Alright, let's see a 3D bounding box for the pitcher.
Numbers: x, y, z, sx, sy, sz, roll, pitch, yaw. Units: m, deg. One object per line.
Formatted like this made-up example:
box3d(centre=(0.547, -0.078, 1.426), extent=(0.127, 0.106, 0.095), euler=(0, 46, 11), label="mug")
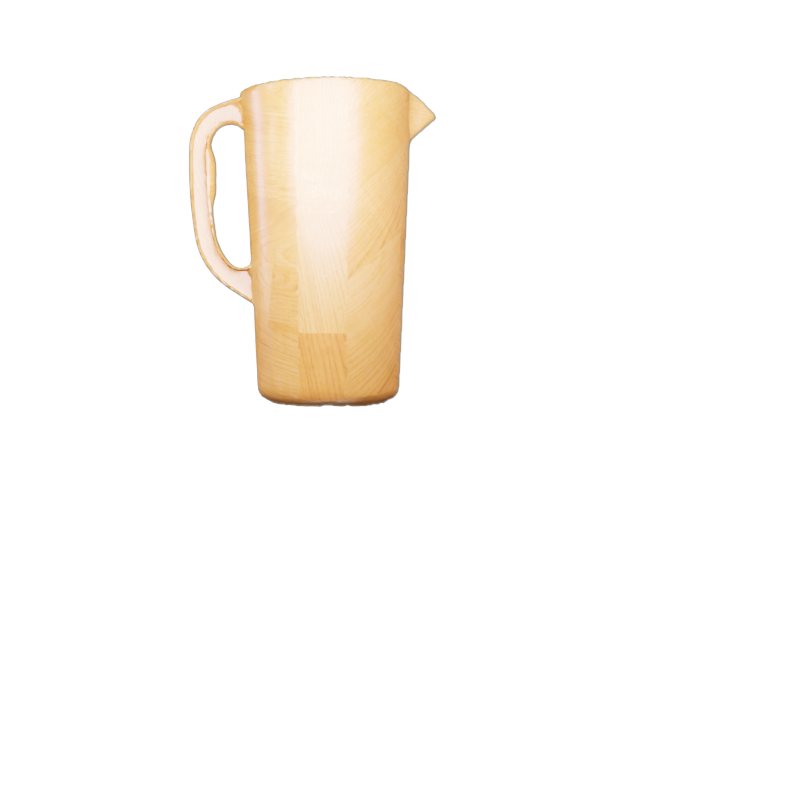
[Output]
box3d(centre=(-0.066, -0.121, 0.848), extent=(0.155, 0.244, 0.139), euler=(-1, -1, 41), label="pitcher")
